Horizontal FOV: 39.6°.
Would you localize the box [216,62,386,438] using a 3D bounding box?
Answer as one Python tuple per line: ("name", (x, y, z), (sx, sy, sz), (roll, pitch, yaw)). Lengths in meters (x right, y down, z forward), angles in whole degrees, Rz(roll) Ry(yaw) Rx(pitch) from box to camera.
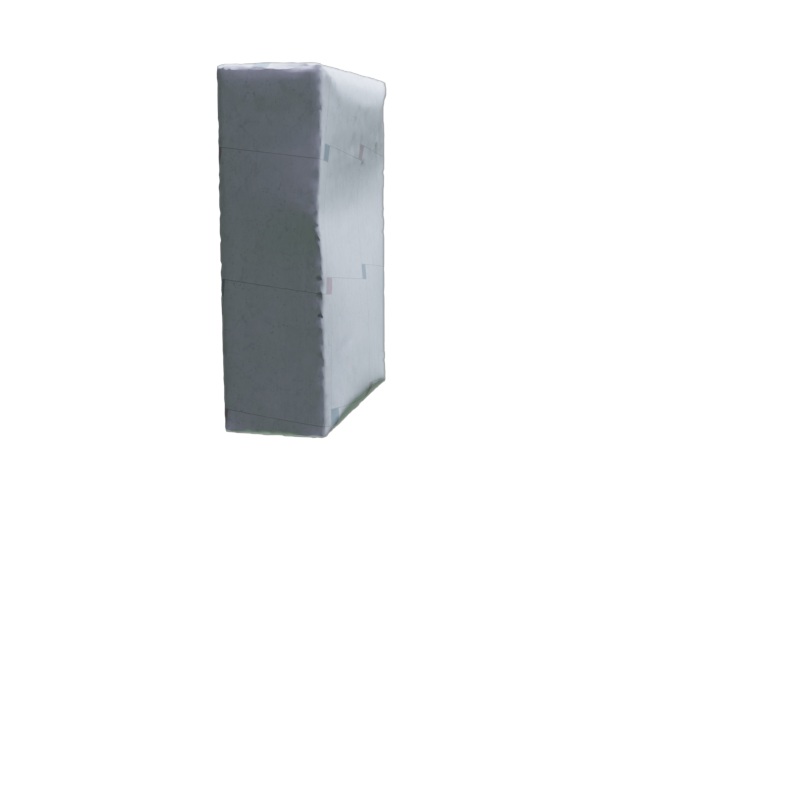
("box", (-0.055, -0.100, 0.703), (0.073, 0.211, 0.164), (2, 8, 12))
